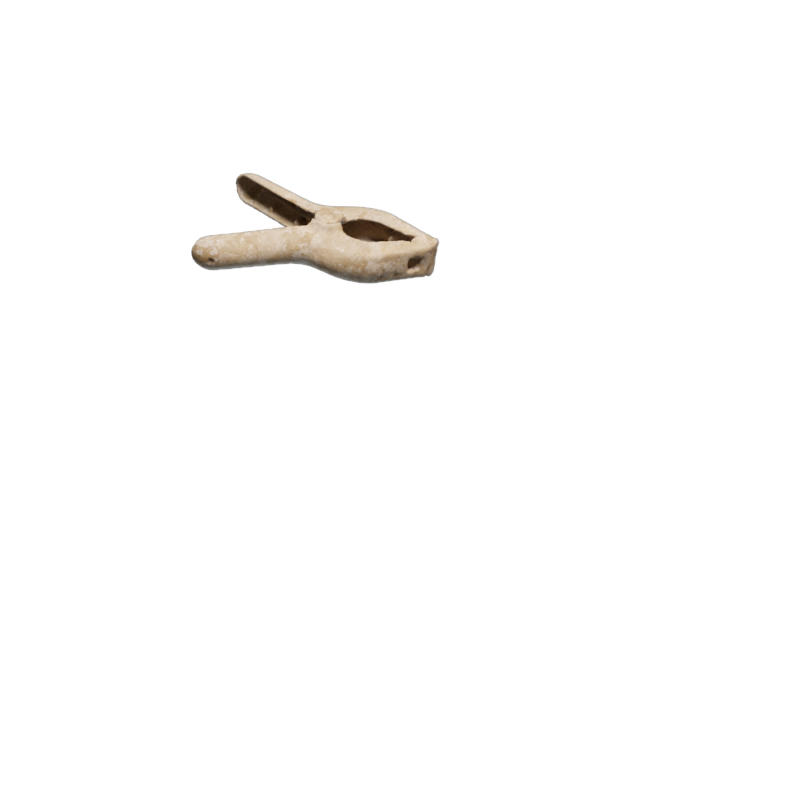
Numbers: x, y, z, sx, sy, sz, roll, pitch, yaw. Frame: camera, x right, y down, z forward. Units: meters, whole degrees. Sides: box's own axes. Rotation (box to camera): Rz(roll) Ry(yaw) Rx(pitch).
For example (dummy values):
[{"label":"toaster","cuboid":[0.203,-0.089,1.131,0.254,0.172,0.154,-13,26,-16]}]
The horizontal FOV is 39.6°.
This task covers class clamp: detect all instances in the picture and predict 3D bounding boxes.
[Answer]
[{"label":"clamp","cuboid":[-0.062,-0.114,0.797,0.177,0.037,0.125,14,43,16]}]
